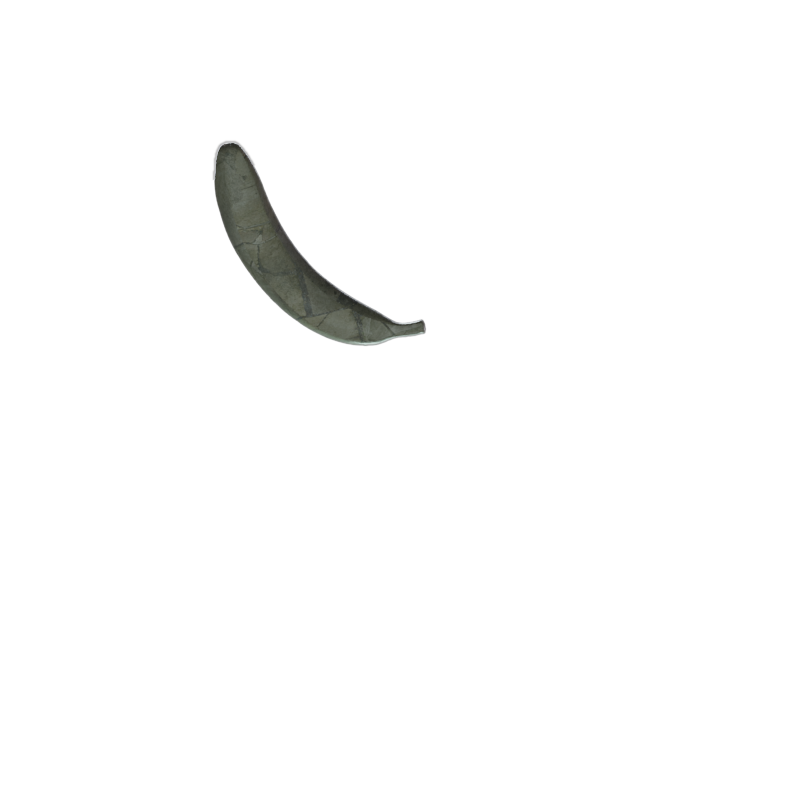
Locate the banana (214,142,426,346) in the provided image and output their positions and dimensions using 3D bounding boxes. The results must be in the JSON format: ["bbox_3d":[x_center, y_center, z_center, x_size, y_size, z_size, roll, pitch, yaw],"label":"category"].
[{"bbox_3d":[-0.072,-0.098,0.786,0.190,0.069,0.039,42,18,-17],"label":"banana"}]
